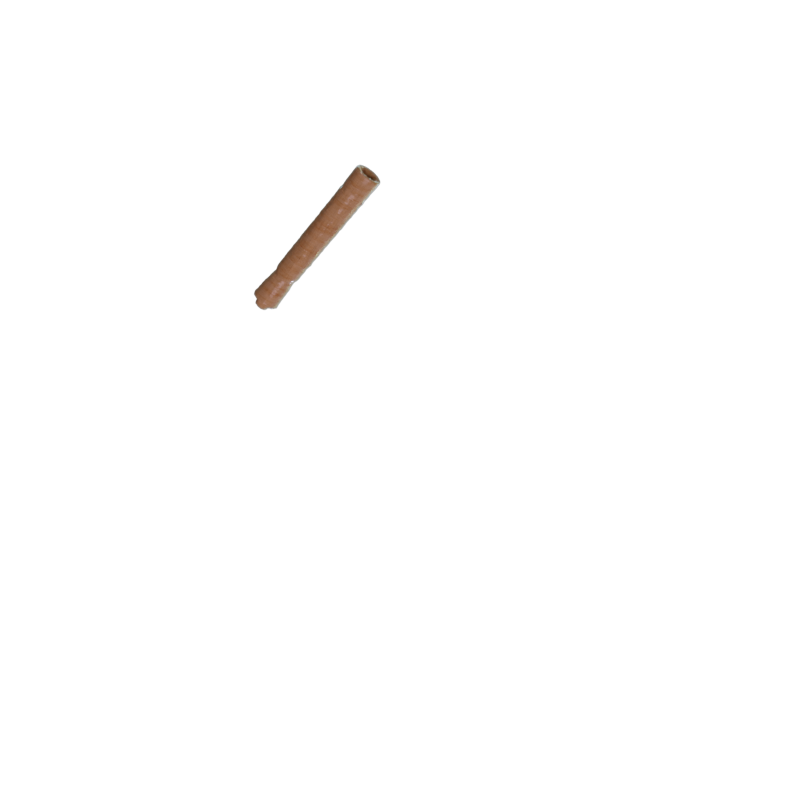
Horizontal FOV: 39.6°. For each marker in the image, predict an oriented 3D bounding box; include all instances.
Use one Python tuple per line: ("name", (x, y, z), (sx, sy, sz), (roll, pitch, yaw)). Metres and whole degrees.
("marker", (-0.057, -0.104, 0.726), (0.019, 0.118, 0.021), (34, 25, -21))
